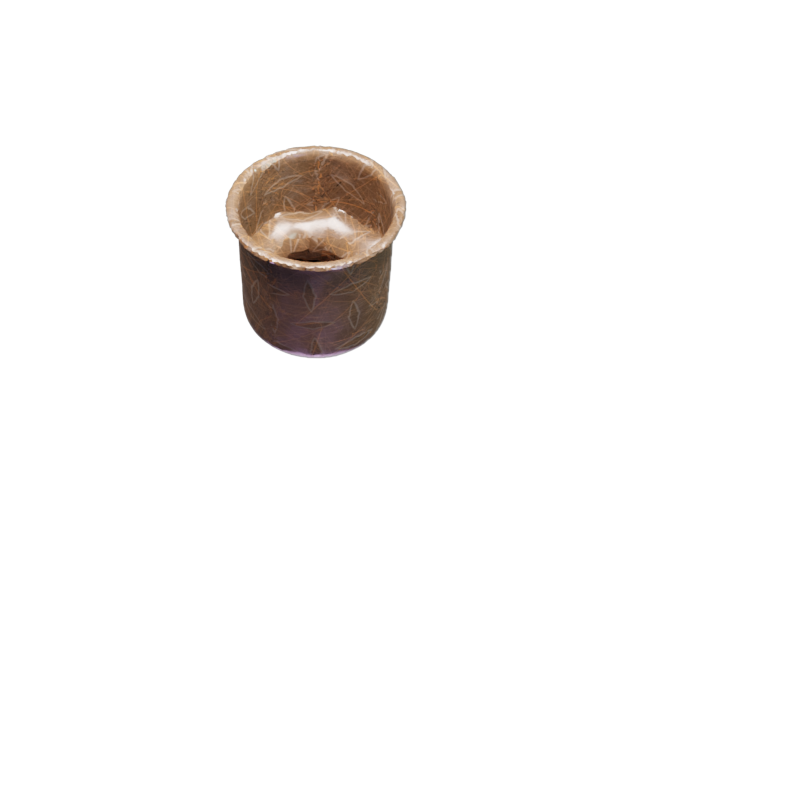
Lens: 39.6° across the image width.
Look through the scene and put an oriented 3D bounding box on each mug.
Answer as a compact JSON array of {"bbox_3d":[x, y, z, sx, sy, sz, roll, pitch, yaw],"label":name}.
[{"bbox_3d":[-0.048,-0.087,0.607,0.093,0.126,0.076,-6,-40,-7],"label":"mug"}]
